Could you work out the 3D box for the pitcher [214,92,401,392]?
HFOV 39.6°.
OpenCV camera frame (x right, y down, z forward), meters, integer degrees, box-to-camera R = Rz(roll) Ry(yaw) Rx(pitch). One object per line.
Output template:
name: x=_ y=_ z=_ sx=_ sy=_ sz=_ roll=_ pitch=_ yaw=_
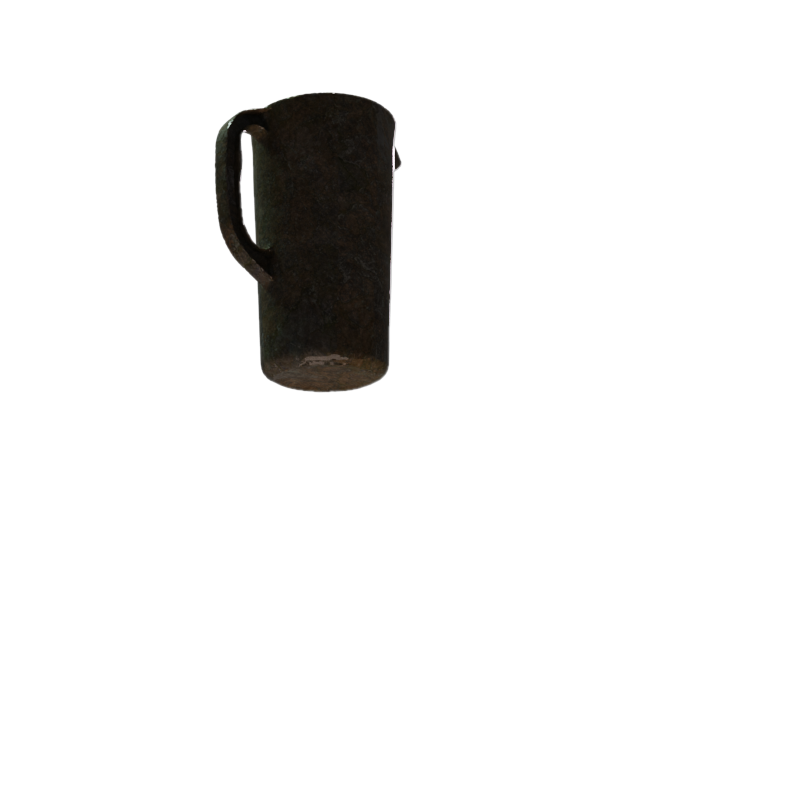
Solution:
pitcher: x=-0.076 y=-0.138 z=0.965 sx=0.151 sy=0.255 sz=0.137 roll=-4 pitch=-20 yaw=8
